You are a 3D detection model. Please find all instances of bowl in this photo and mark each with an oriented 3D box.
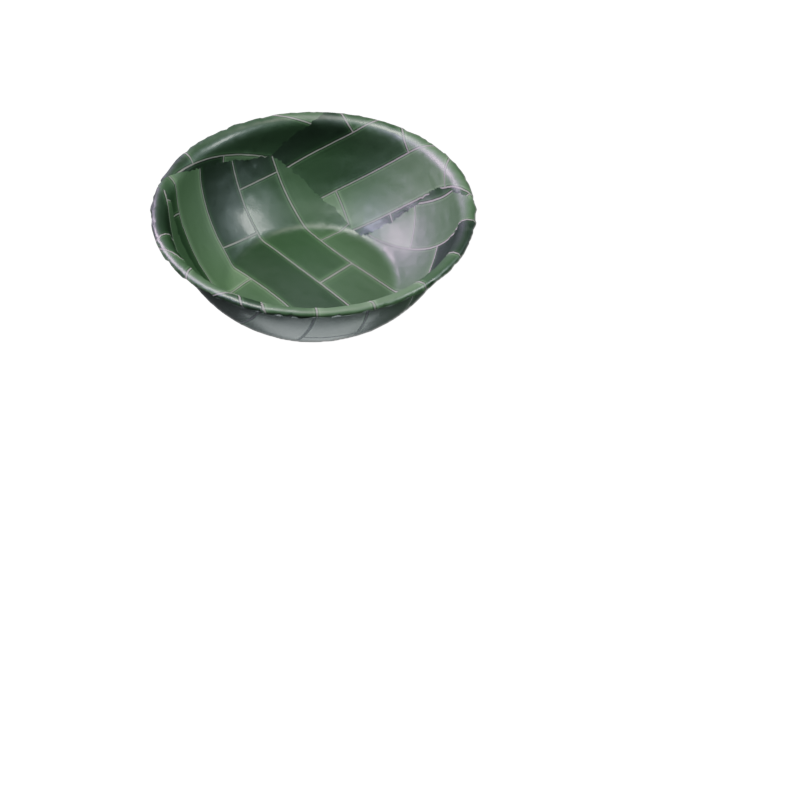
[{"bbox_3d":[-0.045,-0.081,0.569,0.162,0.051,0.174,-1,45,-1],"label":"bowl"}]
